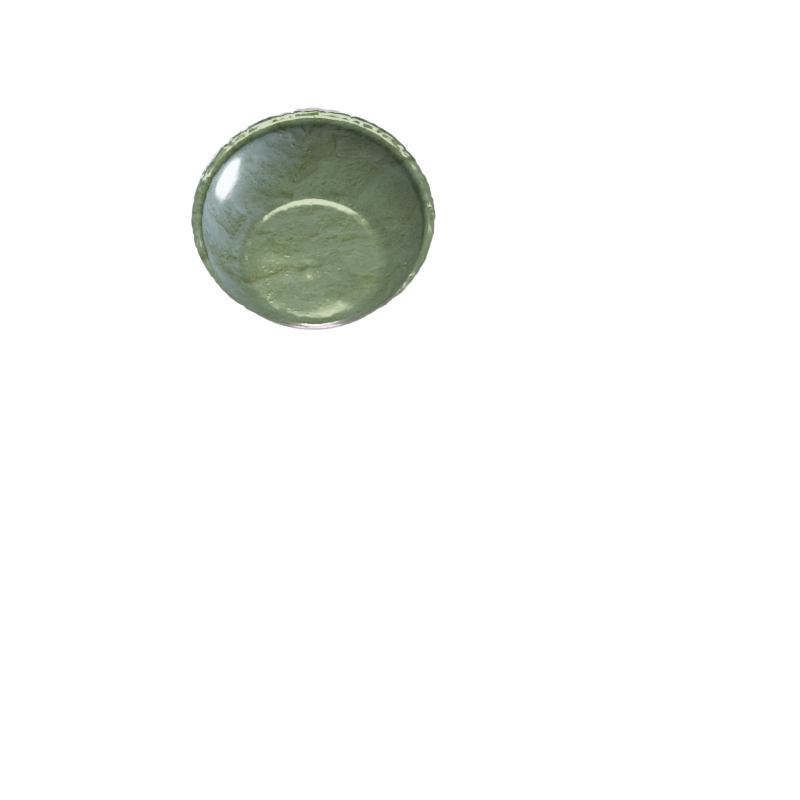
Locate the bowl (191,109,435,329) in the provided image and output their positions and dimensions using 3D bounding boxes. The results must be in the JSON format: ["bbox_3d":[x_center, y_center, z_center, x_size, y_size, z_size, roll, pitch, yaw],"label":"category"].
[{"bbox_3d":[-0.056,-0.102,0.714,0.162,0.152,0.059,1,32,-1],"label":"bowl"}]
